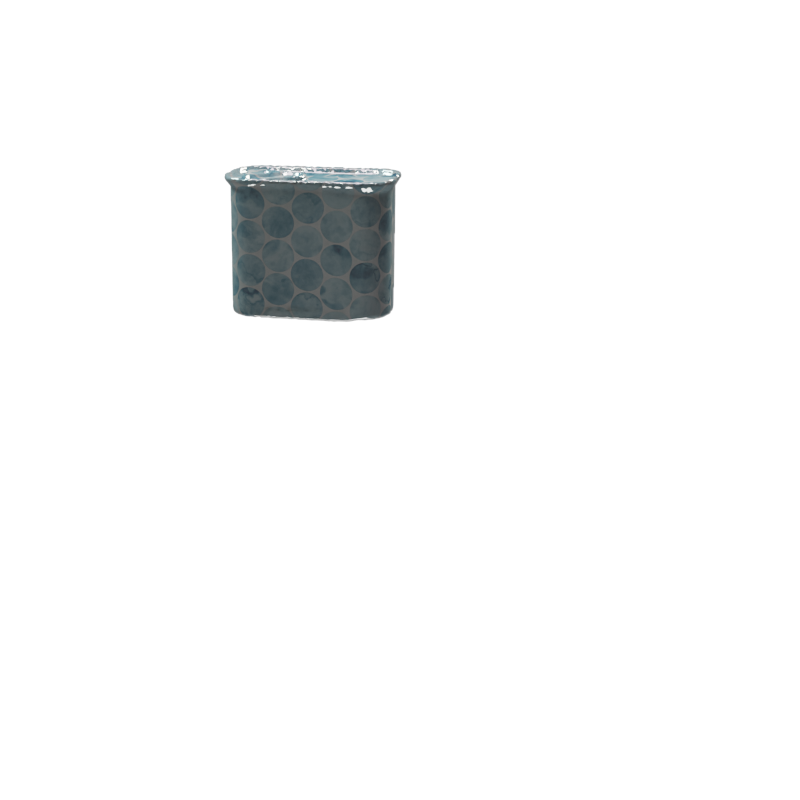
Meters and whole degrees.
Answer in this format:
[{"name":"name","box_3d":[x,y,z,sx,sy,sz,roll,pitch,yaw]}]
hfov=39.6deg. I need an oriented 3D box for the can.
[{"name":"can","box_3d":[-0.052,-0.095,0.664,0.104,0.081,0.058,4,15,11]}]
